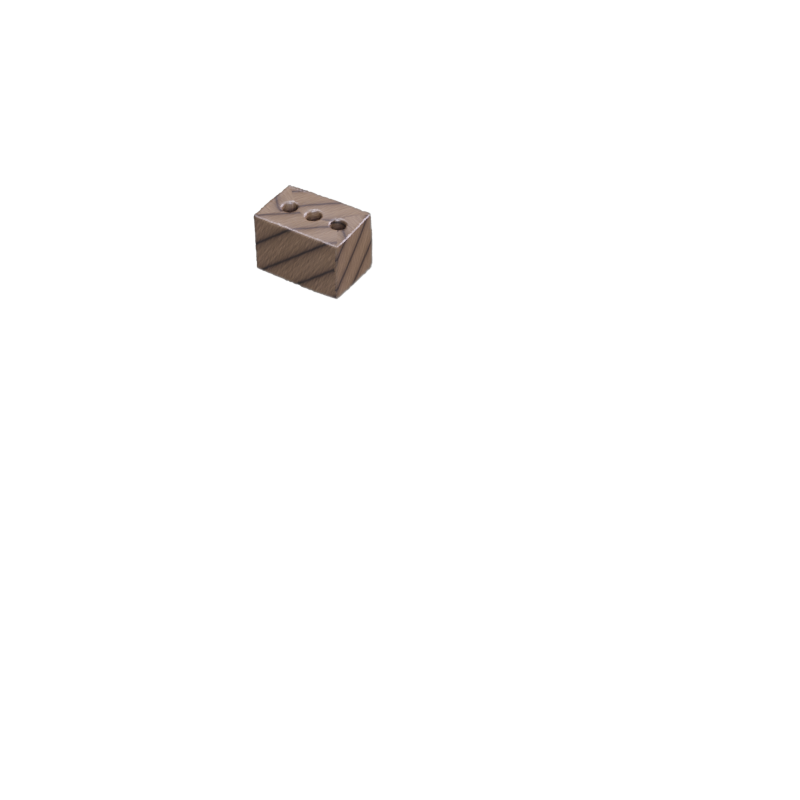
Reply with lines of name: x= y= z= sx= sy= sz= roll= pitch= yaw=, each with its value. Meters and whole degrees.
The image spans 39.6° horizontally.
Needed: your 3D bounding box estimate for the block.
block: x=-0.067 y=-0.122 z=0.856 sx=0.082 sy=0.048 sz=0.054 roll=22 pitch=44 yaw=23
